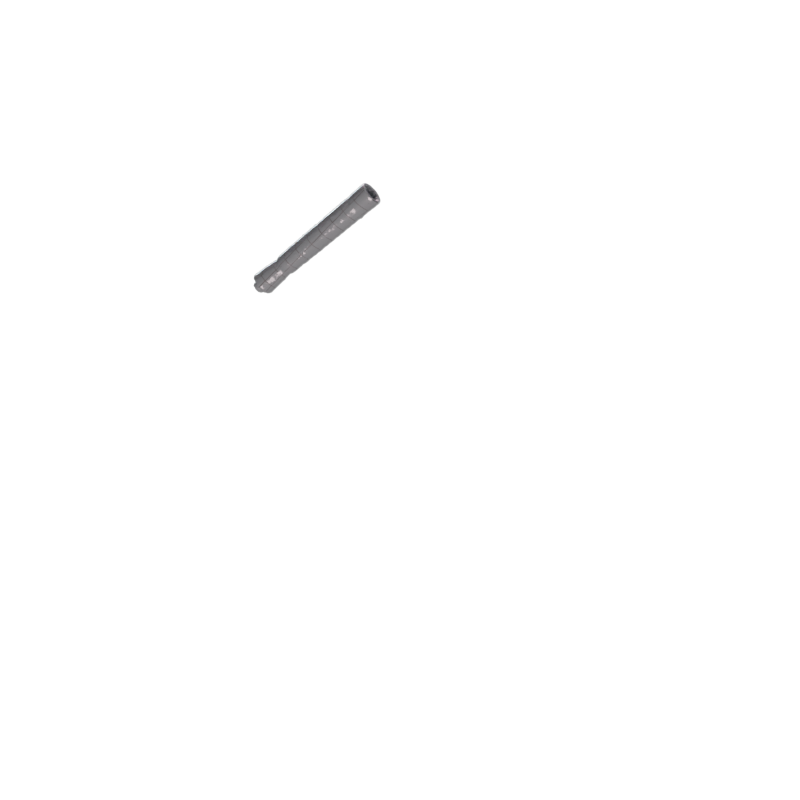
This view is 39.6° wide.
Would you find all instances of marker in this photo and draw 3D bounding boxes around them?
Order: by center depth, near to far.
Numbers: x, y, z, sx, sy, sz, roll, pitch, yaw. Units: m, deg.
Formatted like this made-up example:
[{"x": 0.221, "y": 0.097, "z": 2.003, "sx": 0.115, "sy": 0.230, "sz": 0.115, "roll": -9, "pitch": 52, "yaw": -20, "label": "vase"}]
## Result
[{"x": -0.065, "y": -0.118, "z": 0.826, "sx": 0.120, "sy": 0.021, "sz": 0.019, "roll": -36, "pitch": -13, "yaw": 24, "label": "marker"}]
